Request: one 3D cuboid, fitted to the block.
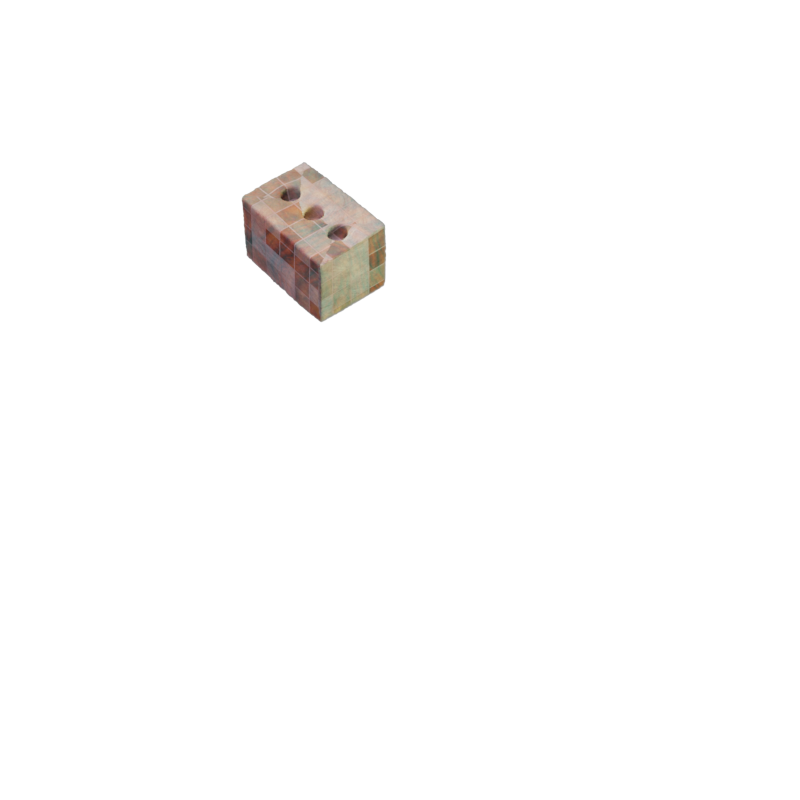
[{"bbox_3d":[-0.053,-0.097,0.678,0.053,0.048,0.083,-33,57,-27],"label":"block"}]
